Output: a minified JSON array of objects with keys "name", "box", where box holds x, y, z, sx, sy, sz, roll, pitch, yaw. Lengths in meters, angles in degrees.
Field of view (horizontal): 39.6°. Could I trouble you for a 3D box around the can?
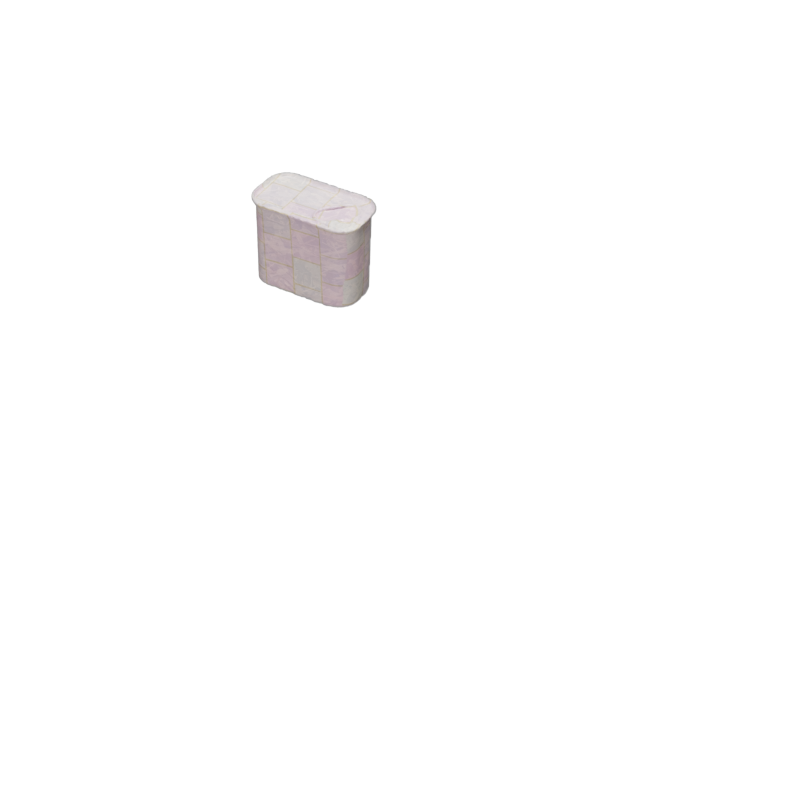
[{"name":"can","box":[-0.073,-0.133,0.931,0.107,0.078,0.059,22,43,23]}]
